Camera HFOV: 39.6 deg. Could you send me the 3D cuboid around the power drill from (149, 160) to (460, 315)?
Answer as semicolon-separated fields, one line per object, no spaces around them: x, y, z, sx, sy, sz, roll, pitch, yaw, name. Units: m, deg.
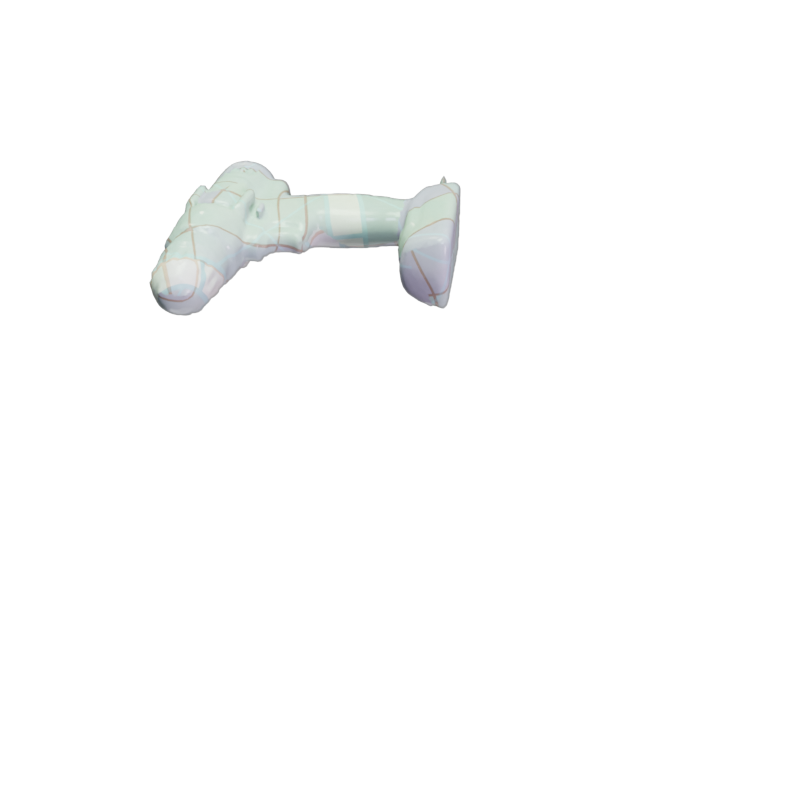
-0.058;-0.105;0.737;0.190;0.054;0.193;6;34;9;power drill
